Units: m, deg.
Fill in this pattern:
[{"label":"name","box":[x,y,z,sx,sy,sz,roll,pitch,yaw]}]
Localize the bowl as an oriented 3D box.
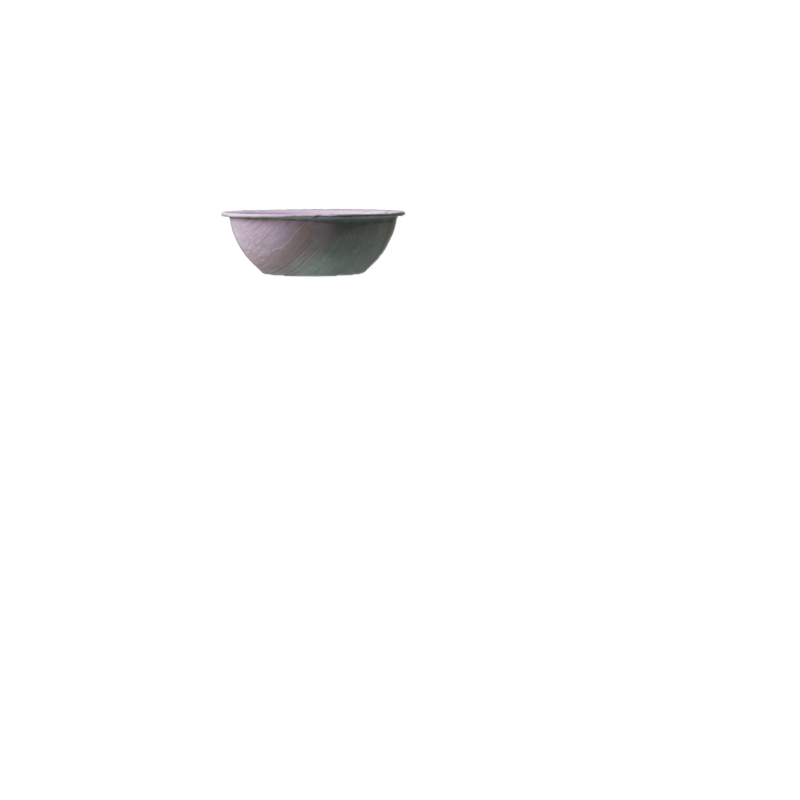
[{"label":"bowl","box":[-0.076,-0.139,0.975,0.162,0.054,0.165,0,10,-2]}]
